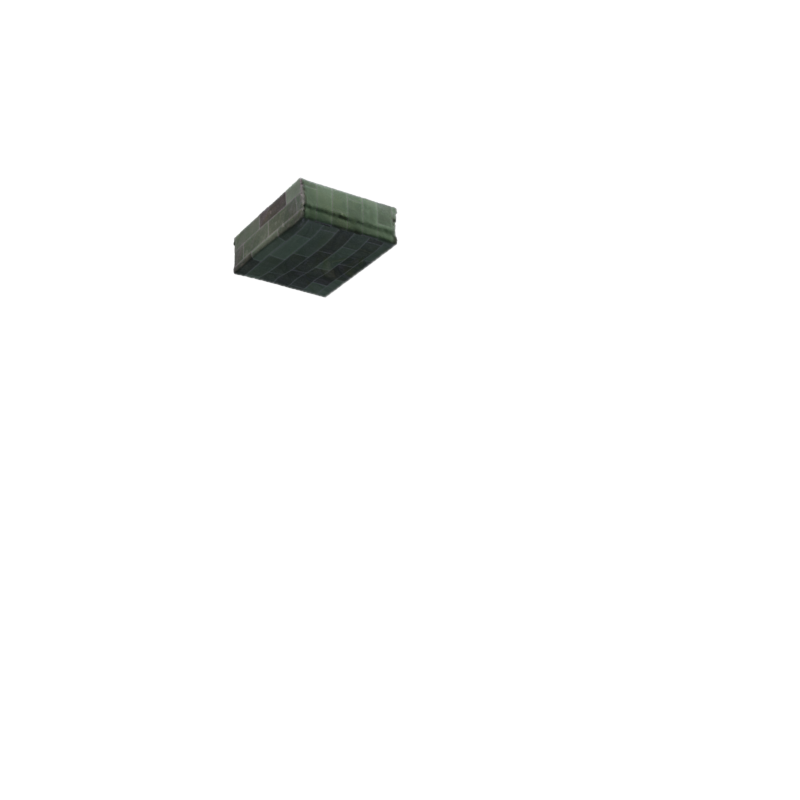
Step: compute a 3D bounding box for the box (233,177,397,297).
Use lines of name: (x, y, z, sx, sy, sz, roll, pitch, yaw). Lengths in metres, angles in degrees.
box: (-0.069, -0.126, 0.885, 0.086, 0.041, 0.113, 13, -25, -31)
